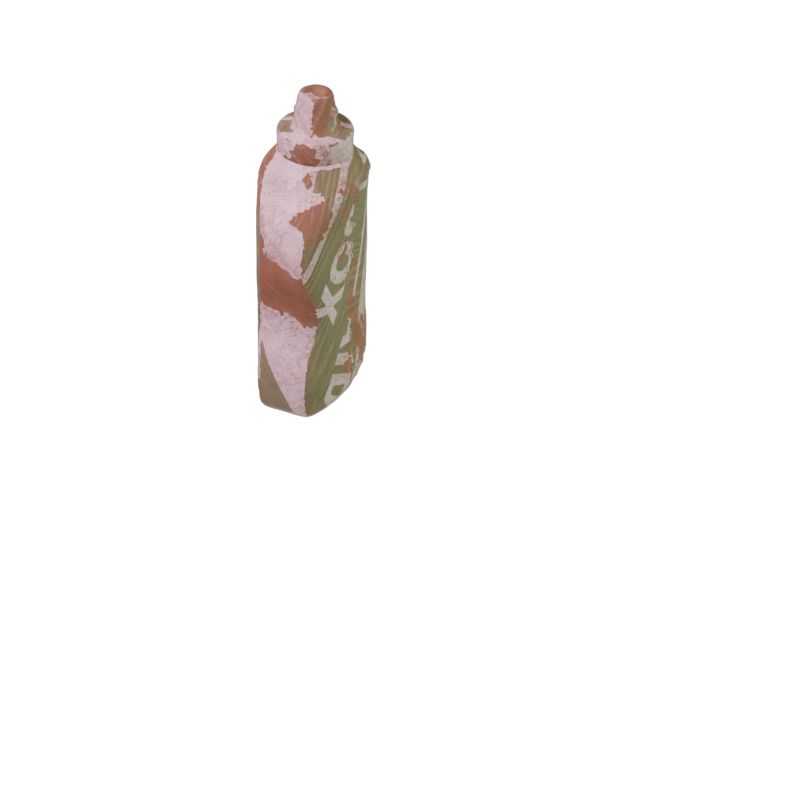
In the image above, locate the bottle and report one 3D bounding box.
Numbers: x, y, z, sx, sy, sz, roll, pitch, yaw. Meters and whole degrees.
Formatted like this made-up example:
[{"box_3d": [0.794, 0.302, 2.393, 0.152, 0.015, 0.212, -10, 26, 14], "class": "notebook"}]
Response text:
[{"box_3d": [-0.049, -0.089, 0.626, 0.060, 0.179, 0.100, 15, 41, 15], "class": "bottle"}]
